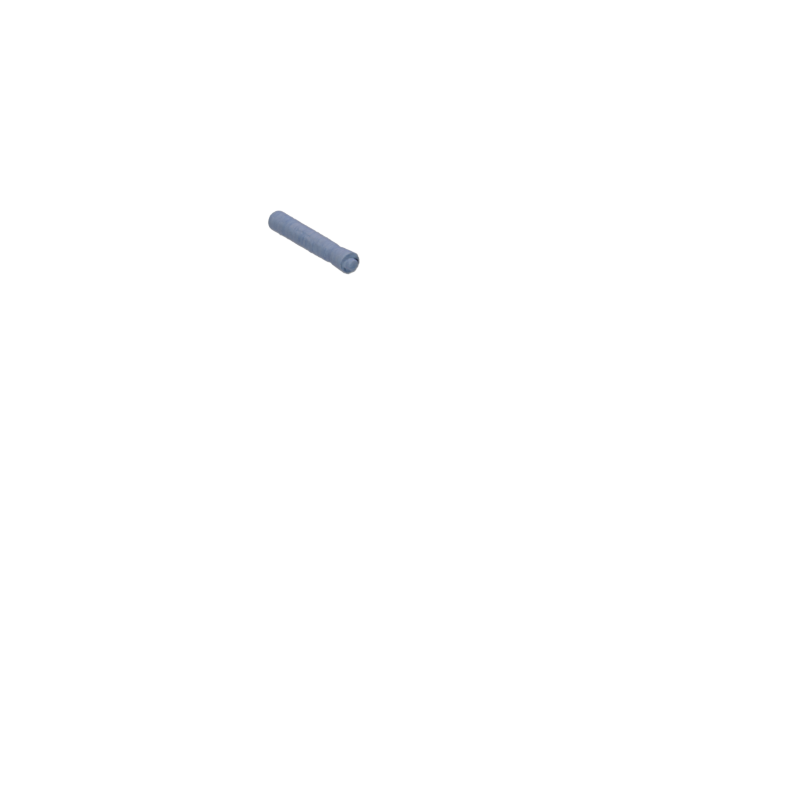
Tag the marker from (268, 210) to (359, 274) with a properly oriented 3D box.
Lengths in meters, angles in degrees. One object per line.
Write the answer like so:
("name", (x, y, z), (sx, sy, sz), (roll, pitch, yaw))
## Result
("marker", (-0.073, -0.133, 0.929), (0.019, 0.019, 0.130), (-3, 25, -36))
